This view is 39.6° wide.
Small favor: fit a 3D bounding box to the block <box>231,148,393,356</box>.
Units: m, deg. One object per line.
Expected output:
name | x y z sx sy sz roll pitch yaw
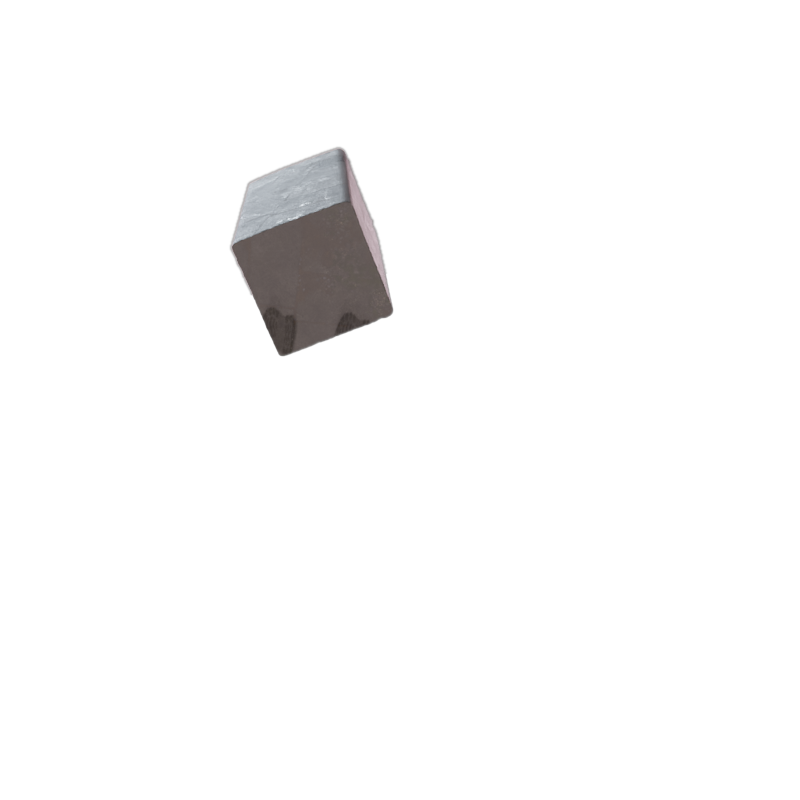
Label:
block | -0.067 -0.124 0.862 0.090 0.087 0.215 -21 21 4
